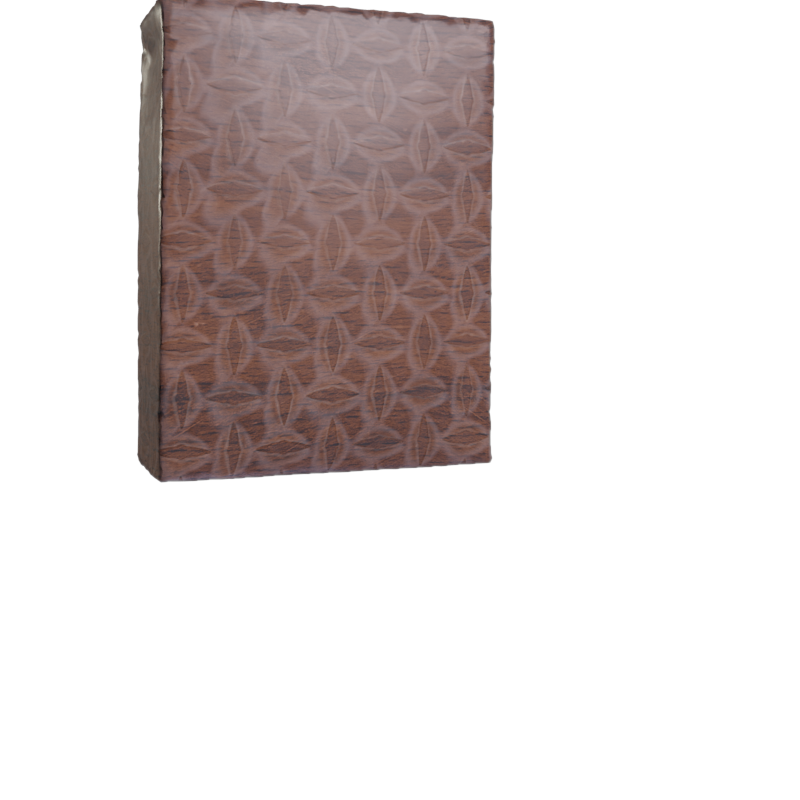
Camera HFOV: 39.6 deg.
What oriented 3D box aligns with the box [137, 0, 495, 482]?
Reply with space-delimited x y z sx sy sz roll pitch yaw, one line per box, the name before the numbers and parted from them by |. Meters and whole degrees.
box | -0.042 -0.076 0.532 0.160 0.214 0.073 -1 0 -21
